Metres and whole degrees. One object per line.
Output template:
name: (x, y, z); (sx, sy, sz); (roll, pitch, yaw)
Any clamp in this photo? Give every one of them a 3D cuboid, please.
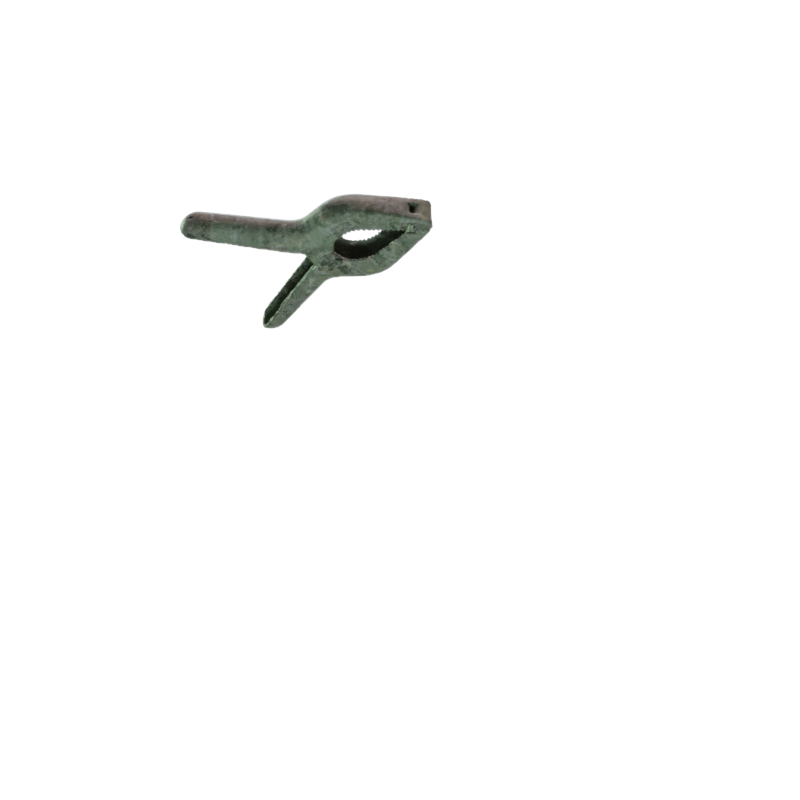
clamp: (-0.076, -0.139, 0.971); (0.212, 0.039, 0.152); (-18, -38, 25)
